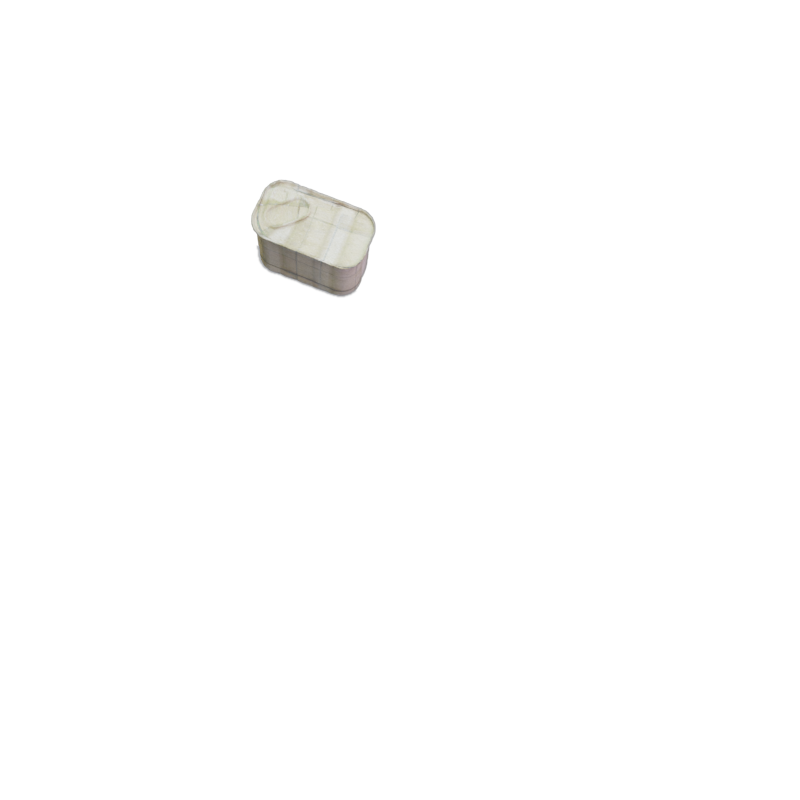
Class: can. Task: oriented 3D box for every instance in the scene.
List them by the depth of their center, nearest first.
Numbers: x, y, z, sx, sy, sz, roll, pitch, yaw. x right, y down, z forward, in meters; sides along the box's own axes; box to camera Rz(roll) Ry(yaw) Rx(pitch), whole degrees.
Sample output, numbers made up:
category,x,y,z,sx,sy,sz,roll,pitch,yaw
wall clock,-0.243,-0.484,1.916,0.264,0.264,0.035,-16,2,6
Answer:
category,x,y,z,sx,sy,sz,roll,pitch,yaw
can,-0.075,-0.137,0.962,0.103,0.059,0.080,22,-17,6
